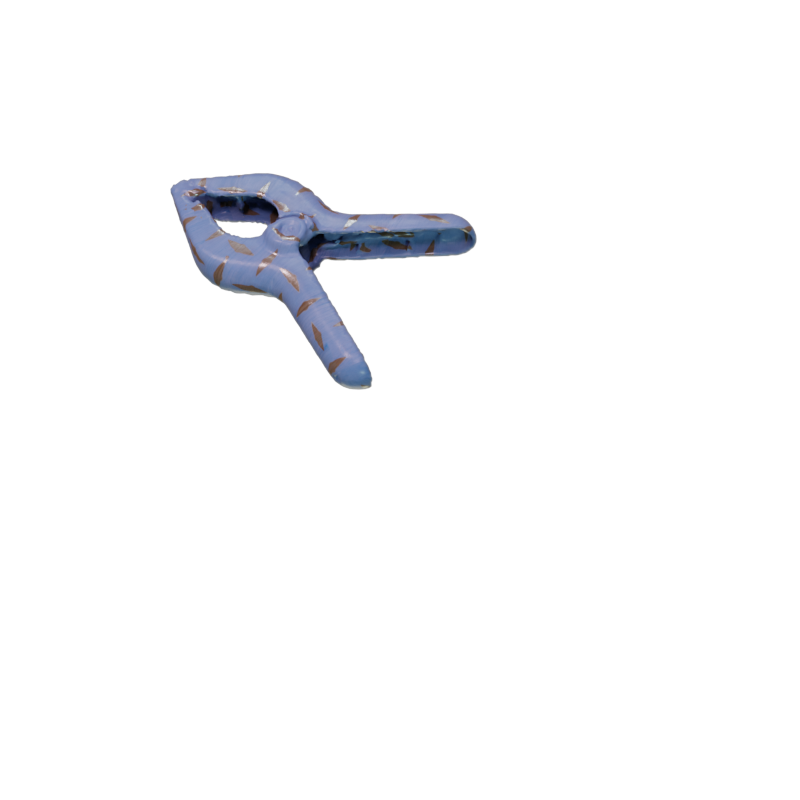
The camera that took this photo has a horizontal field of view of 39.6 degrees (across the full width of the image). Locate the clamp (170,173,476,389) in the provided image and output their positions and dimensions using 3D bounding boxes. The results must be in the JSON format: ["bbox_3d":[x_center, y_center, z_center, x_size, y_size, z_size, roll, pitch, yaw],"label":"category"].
[{"bbox_3d":[-0.048,-0.087,0.610,0.182,0.036,0.122,34,57,26],"label":"clamp"}]
